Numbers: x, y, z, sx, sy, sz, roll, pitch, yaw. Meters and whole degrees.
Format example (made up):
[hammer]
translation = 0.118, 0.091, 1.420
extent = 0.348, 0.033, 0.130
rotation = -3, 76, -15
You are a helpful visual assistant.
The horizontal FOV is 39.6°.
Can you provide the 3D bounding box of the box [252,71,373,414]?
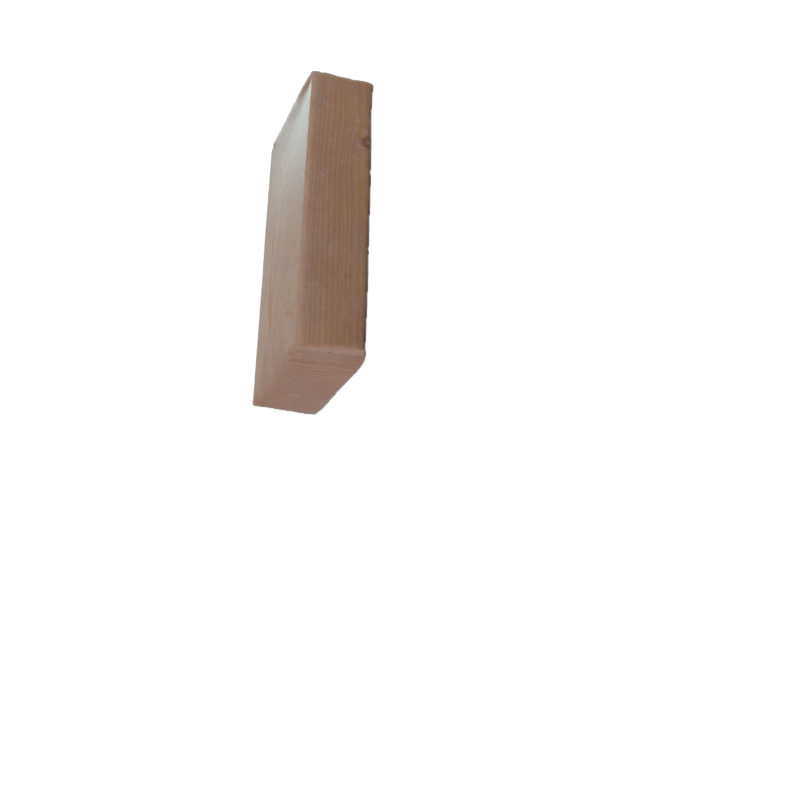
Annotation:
[box]
translation = -0.050, -0.091, 0.640
extent = 0.047, 0.187, 0.091
rotation = 8, -28, -19
